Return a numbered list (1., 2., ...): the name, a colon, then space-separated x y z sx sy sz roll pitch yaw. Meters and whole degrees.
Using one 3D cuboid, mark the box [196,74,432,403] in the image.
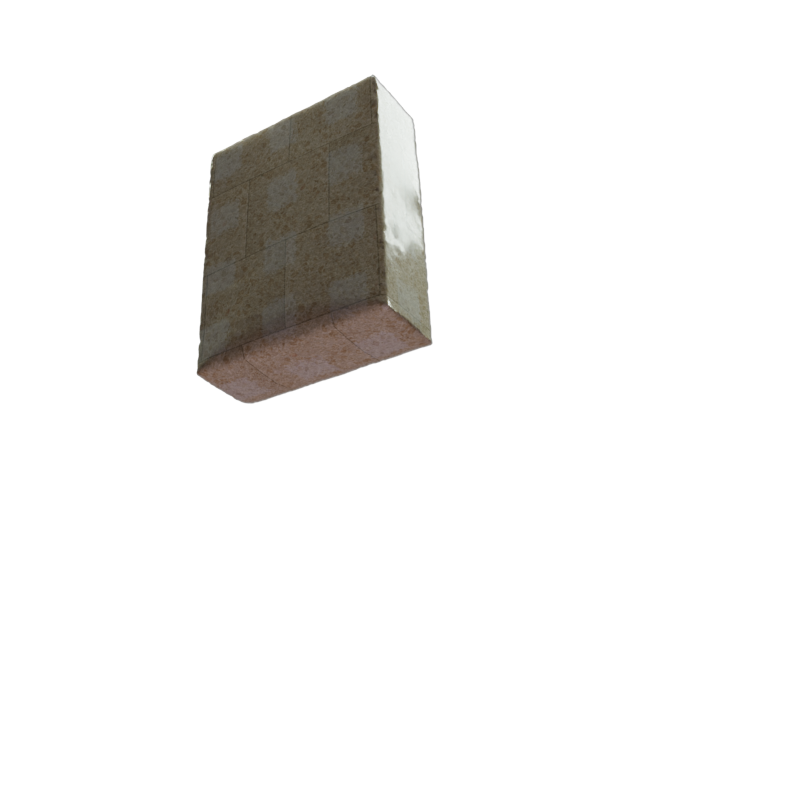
1. box: -0.066 -0.120 0.843 0.165 0.229 0.066 -20 -38 26
